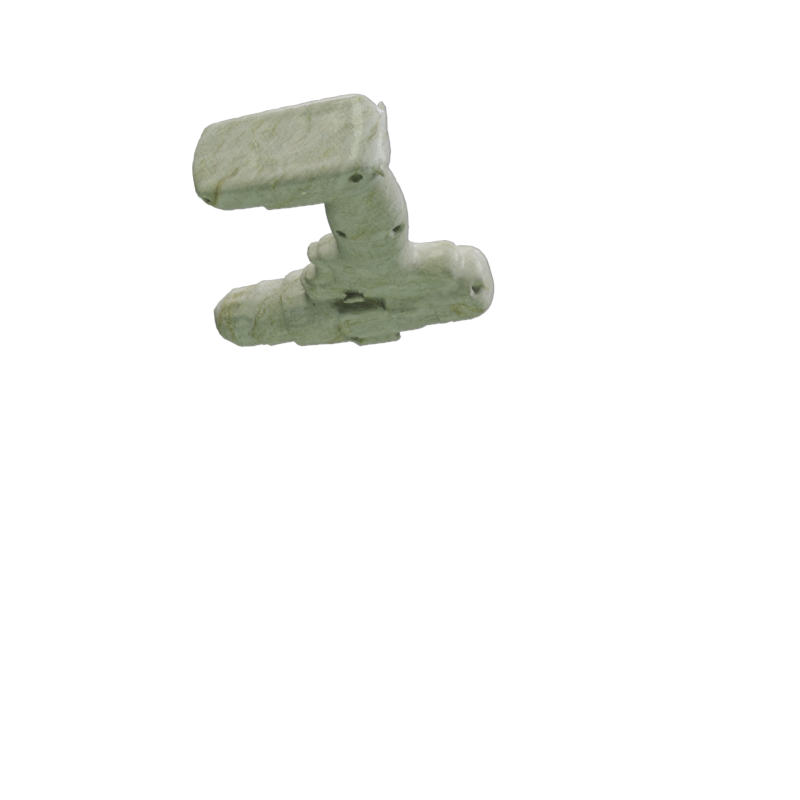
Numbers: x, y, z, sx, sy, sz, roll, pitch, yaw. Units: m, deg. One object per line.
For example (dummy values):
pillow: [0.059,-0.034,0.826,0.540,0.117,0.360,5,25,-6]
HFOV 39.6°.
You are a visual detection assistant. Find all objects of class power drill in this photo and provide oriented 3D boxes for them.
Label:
power drill: [-0.051,-0.094,0.656,0.187,0.061,0.174,-9,-29,15]
